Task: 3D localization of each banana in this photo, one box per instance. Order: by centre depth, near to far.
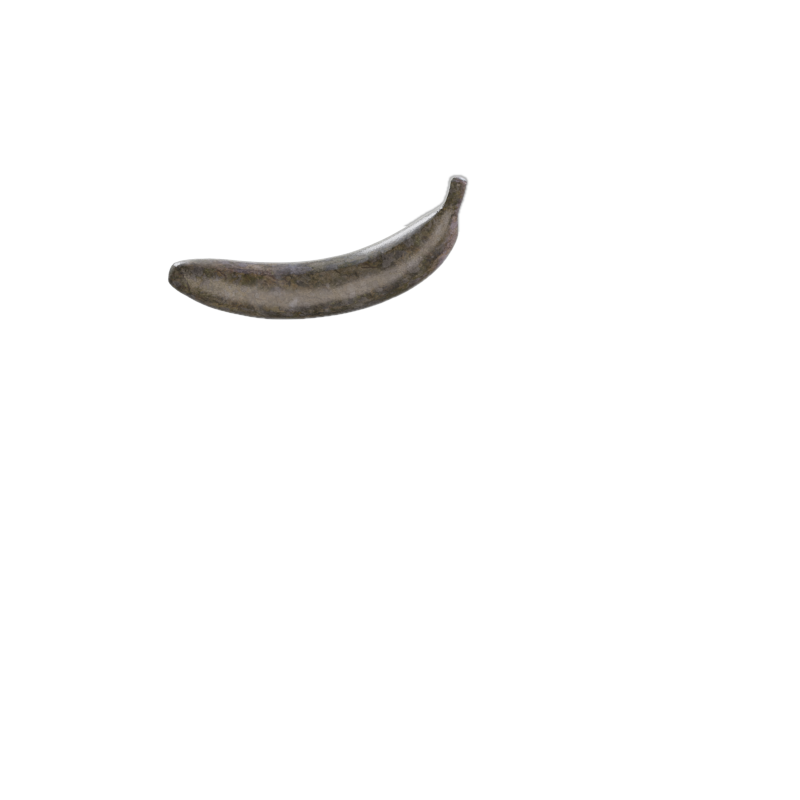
[{"bbox_3d":[-0.046,-0.085,0.706,0.198,0.066,0.038,-17,20,6],"label":"banana"}]
